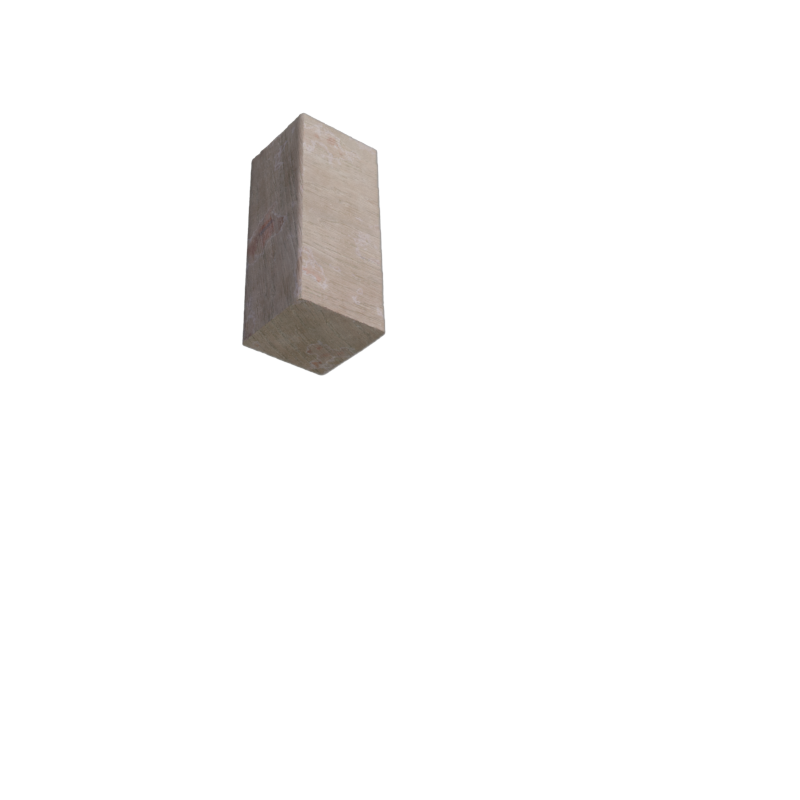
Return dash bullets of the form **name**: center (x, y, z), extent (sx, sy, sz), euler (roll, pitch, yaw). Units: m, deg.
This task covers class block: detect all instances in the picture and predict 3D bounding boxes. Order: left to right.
- **block**: center (-0.078, -0.141, 0.989), extent (0.086, 0.221, 0.089), euler (23, -42, -32)
